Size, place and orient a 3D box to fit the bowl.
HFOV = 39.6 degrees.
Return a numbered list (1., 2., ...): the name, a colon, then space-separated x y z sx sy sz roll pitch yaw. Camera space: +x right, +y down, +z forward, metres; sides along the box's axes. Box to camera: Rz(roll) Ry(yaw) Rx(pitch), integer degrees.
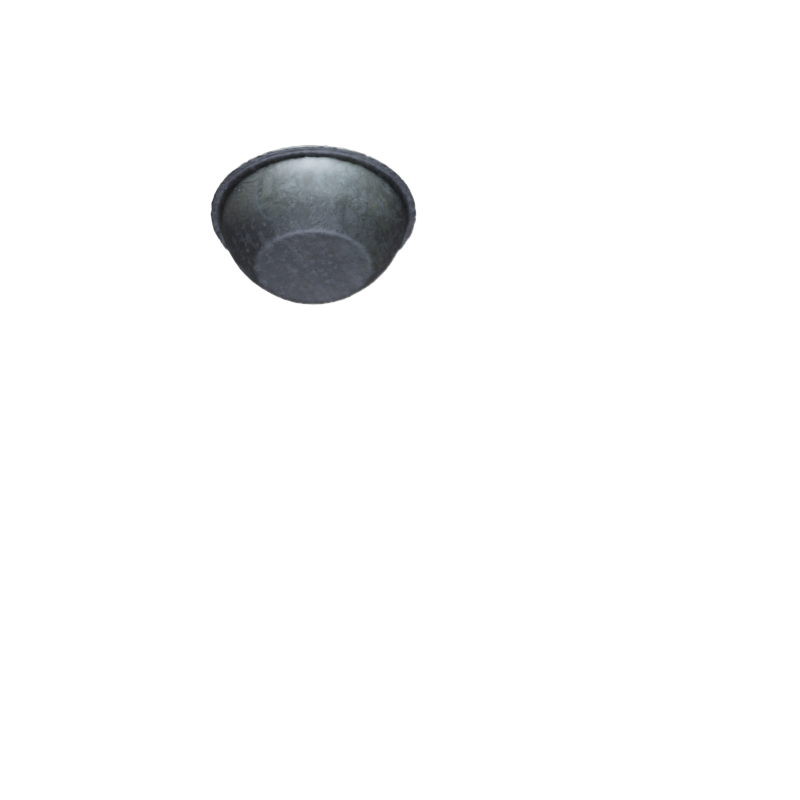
1. bowl: -0.067 -0.122 0.856 0.162 0.059 0.151 1 -35 -2
